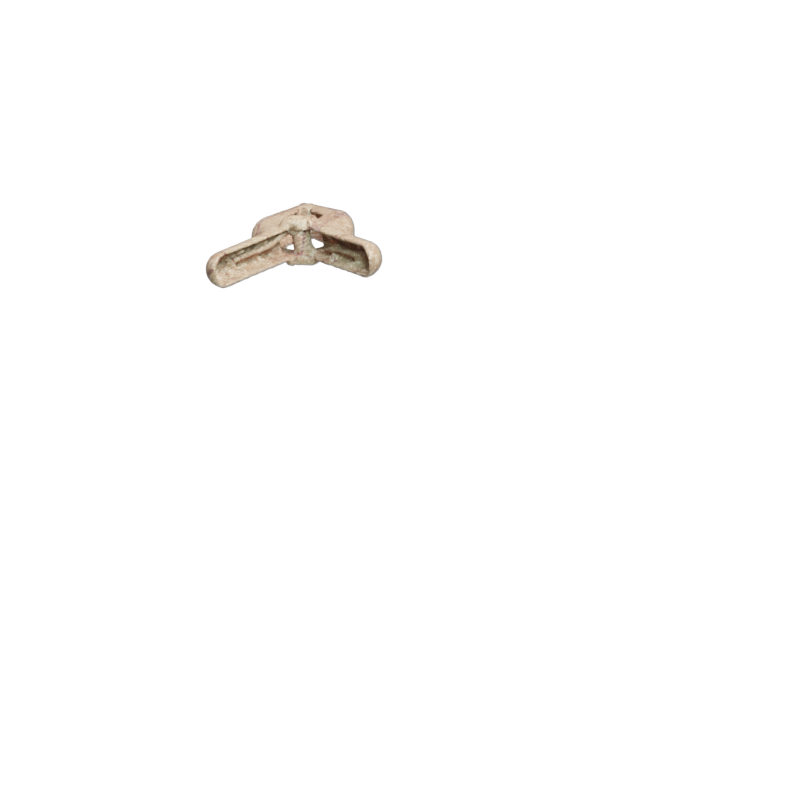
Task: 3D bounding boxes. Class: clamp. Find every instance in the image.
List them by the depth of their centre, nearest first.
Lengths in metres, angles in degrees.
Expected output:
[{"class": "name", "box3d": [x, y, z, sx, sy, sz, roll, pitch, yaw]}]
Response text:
[{"class": "clamp", "box3d": [-0.064, -0.117, 0.823, 0.122, 0.037, 0.177, 4, 24, 8]}]
